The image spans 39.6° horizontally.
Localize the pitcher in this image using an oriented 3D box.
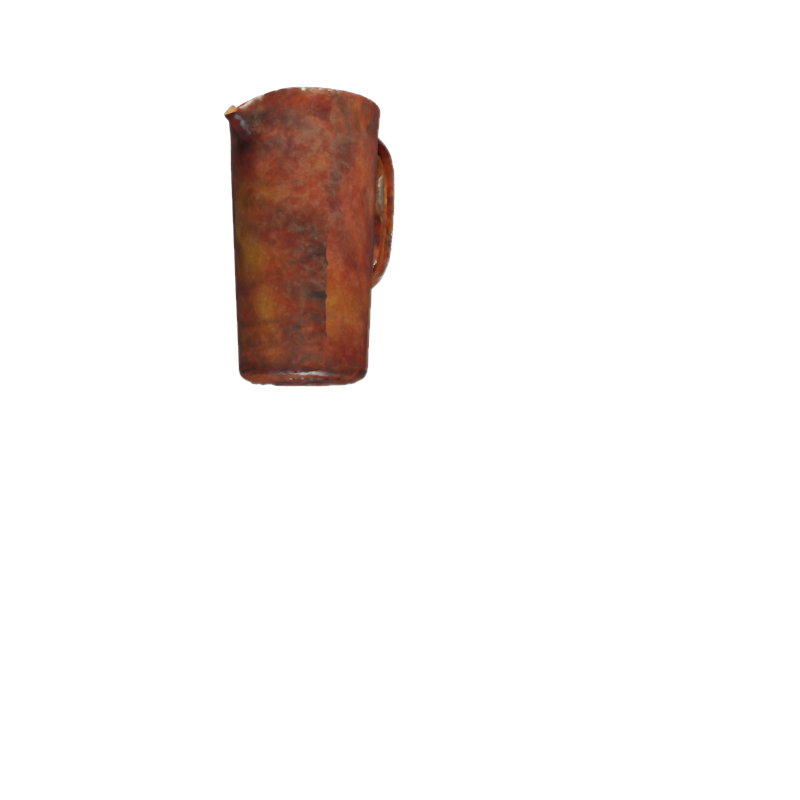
[{"bbox_3d":[-0.075,-0.136,0.953,0.149,0.249,0.142,0,-9,-2],"label":"pitcher"}]
